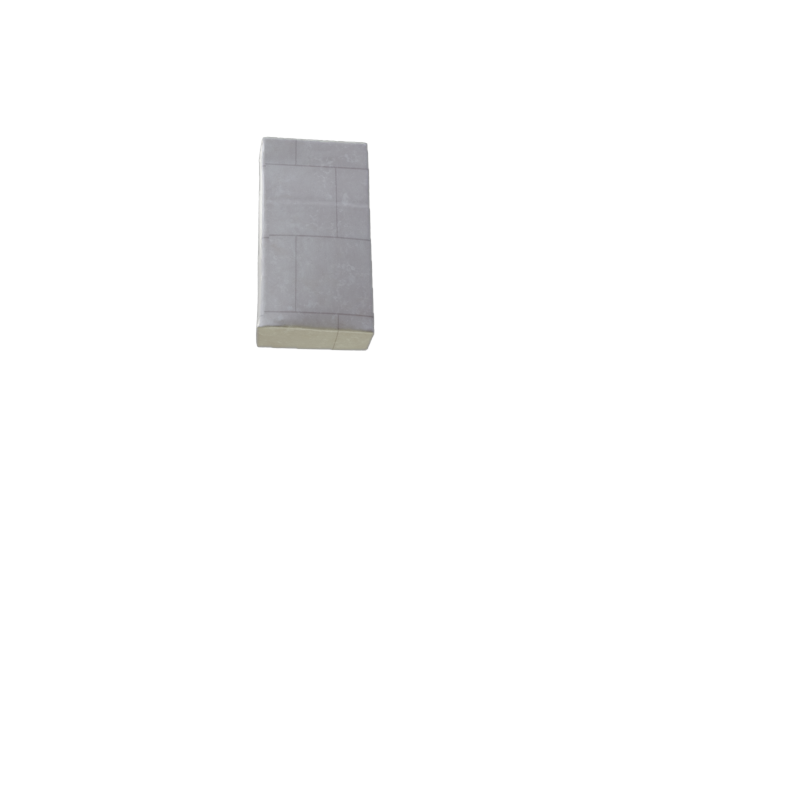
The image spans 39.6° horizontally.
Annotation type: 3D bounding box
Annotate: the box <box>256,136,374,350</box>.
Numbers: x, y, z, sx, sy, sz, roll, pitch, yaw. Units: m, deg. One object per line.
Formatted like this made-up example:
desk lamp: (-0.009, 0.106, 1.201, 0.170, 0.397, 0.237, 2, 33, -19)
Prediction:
box: (-0.072, -0.131, 0.915, 0.092, 0.187, 0.046, 2, -27, -7)
